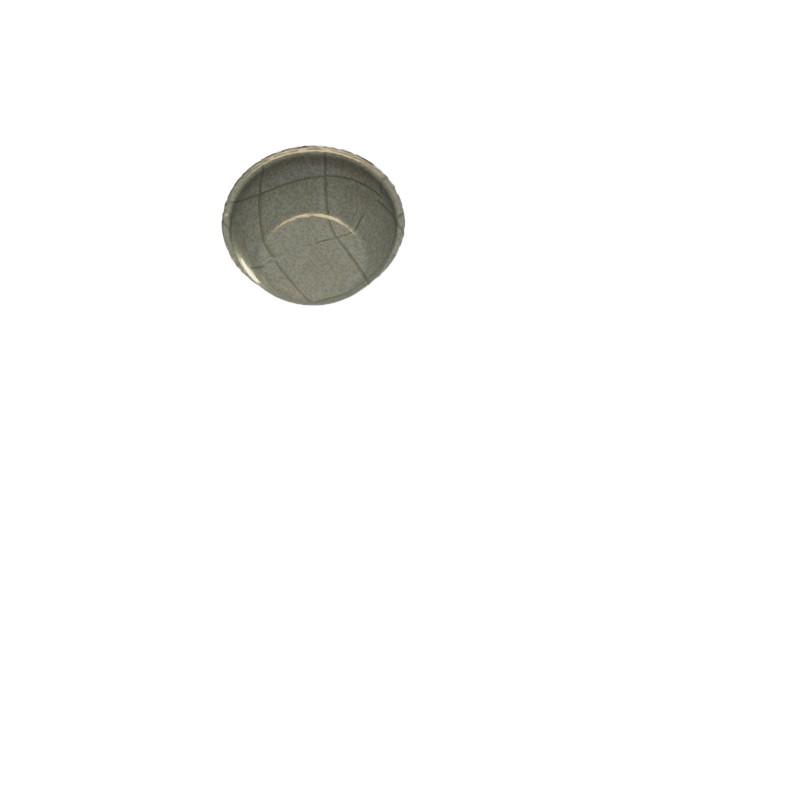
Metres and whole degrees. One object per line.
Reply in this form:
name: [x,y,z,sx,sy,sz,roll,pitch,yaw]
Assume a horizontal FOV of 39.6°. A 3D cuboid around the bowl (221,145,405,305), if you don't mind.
bowl: [-0.075,-0.137,0.958,0.162,0.152,0.059,1,36,-1]
